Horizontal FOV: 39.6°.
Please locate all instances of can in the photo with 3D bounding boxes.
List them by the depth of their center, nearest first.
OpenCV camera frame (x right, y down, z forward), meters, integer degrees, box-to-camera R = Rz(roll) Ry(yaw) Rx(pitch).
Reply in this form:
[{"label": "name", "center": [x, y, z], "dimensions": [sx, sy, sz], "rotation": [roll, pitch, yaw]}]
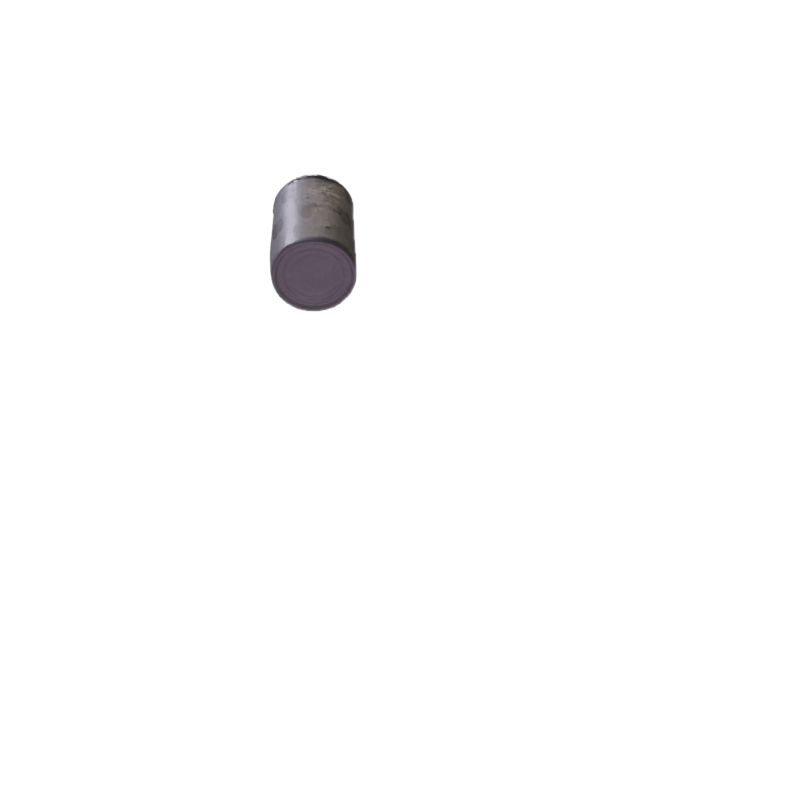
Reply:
[{"label": "can", "center": [-0.069, -0.127, 0.887], "dimensions": [0.068, 0.064, 0.109], "rotation": [-1, 37, -3]}]
